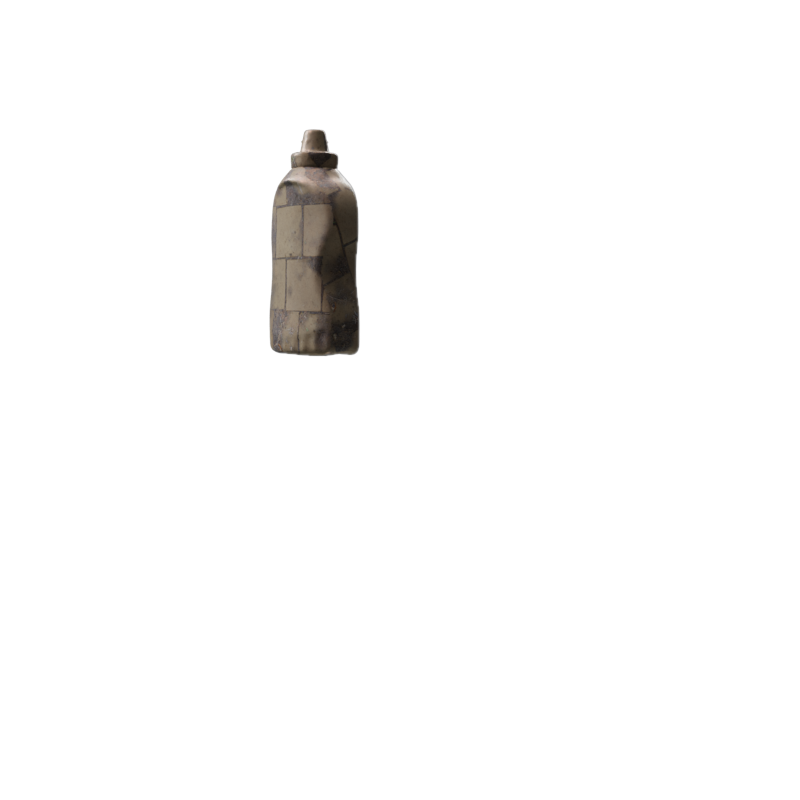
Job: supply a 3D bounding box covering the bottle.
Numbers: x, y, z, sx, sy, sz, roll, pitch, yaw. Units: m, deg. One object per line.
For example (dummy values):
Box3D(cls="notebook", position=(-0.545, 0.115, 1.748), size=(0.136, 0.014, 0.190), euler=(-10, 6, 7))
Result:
Box3D(cls="bottle", position=(-0.074, -0.136, 0.950), size=(0.056, 0.193, 0.099), euler=(1, -1, -35))
